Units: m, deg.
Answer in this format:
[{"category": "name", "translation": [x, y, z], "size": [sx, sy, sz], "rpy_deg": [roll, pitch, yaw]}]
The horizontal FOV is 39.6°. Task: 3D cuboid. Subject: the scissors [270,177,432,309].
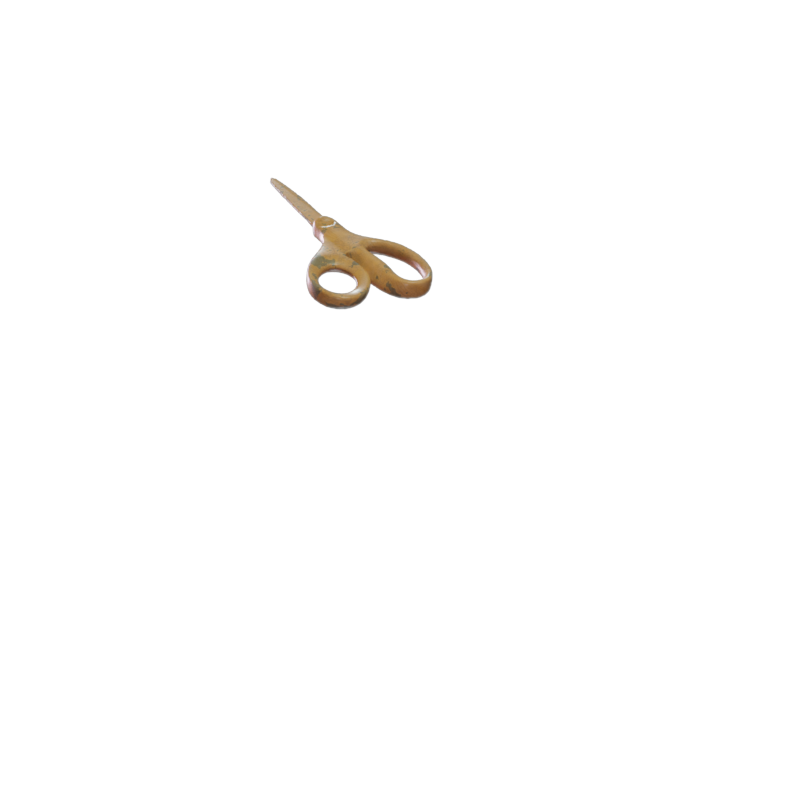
[{"category": "scissors", "translation": [-0.065, -0.118, 0.824], "size": [0.096, 0.015, 0.216], "rpy_deg": [-28, 44, -34]}]
